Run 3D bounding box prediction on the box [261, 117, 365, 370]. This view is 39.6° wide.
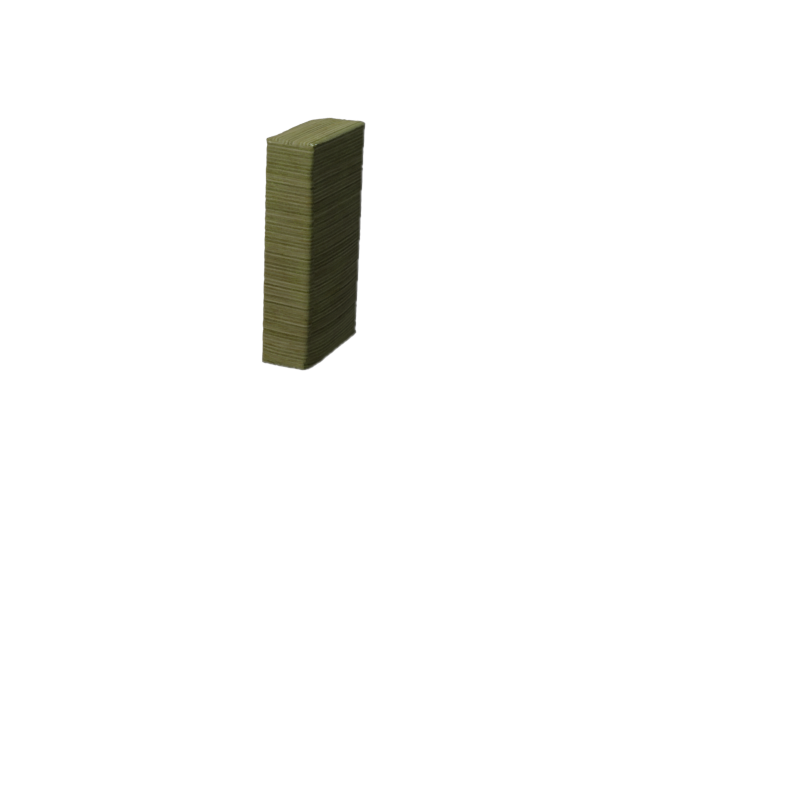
[{"bbox_3d":[-0.066,-0.120,0.842,0.050,0.169,0.094,9,20,21],"label":"box"}]
